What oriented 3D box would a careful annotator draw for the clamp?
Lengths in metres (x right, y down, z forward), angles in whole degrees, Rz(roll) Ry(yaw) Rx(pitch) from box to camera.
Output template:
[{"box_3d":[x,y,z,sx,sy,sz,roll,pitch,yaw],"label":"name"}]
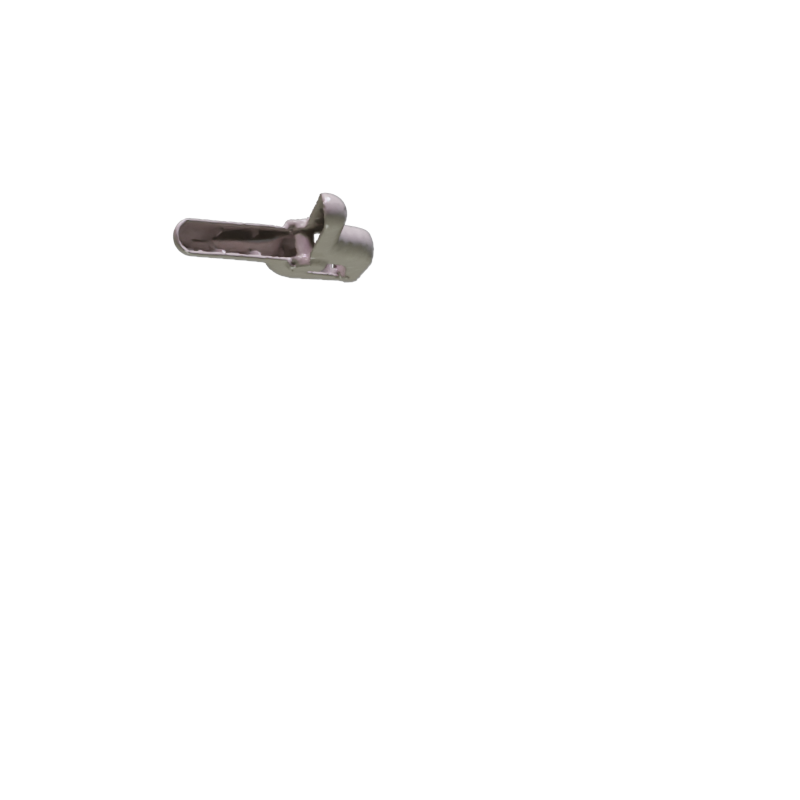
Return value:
[{"box_3d":[-0.060,-0.109,0.764,0.124,0.040,0.164,-1,-1,31],"label":"clamp"}]
